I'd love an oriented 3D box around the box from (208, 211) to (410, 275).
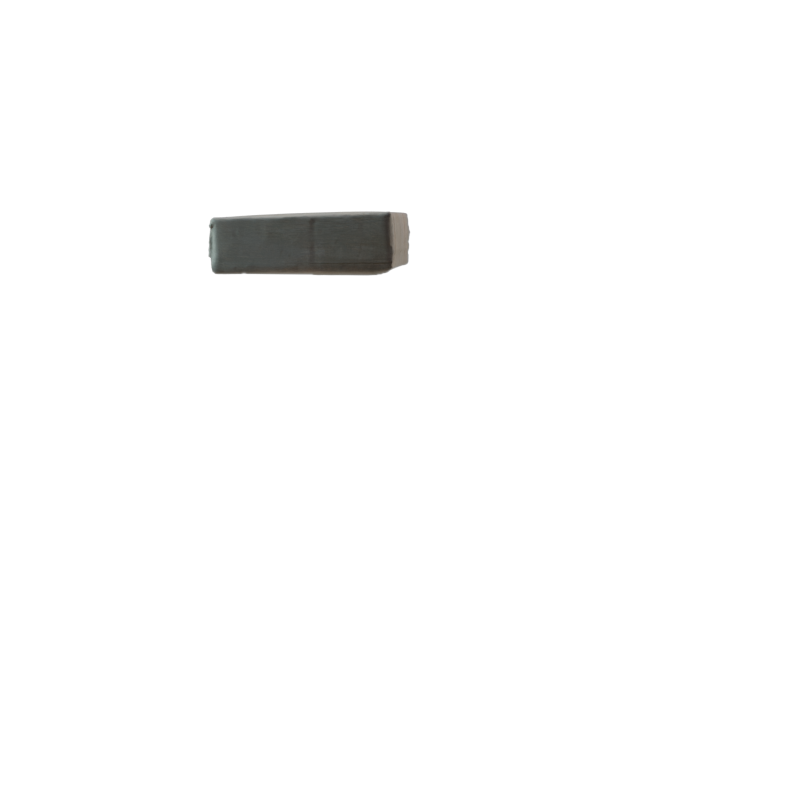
[{"bbox_3d":[-0.055,-0.100,0.698,0.115,0.038,0.090,2,9,9],"label":"box"}]
